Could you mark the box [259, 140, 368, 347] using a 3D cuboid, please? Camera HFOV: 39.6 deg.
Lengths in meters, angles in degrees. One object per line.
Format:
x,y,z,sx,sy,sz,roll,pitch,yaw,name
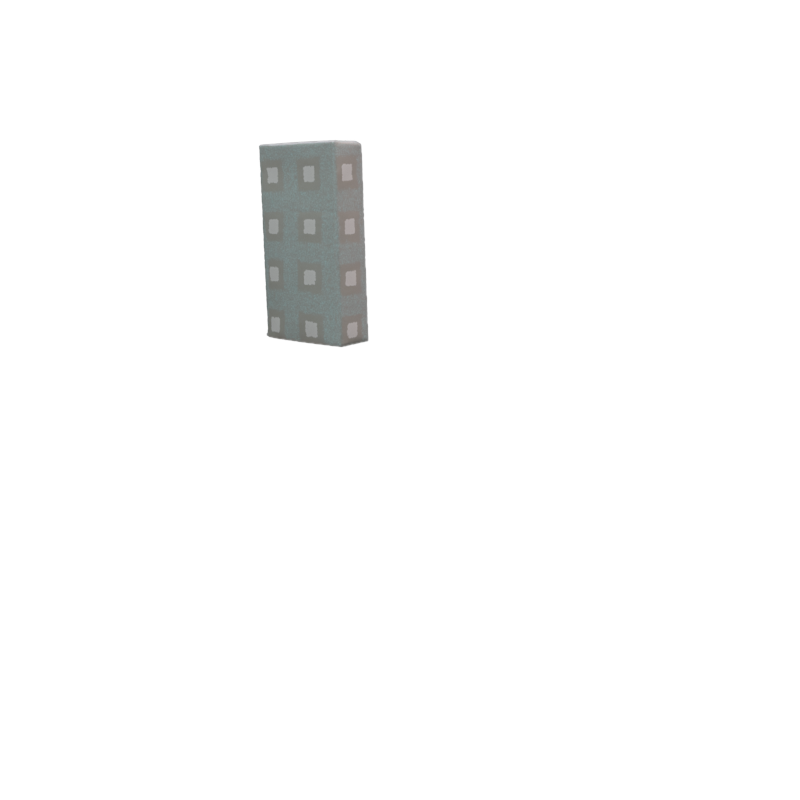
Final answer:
-0.076,-0.140,0.978,0.097,0.175,0.046,4,5,41,box
